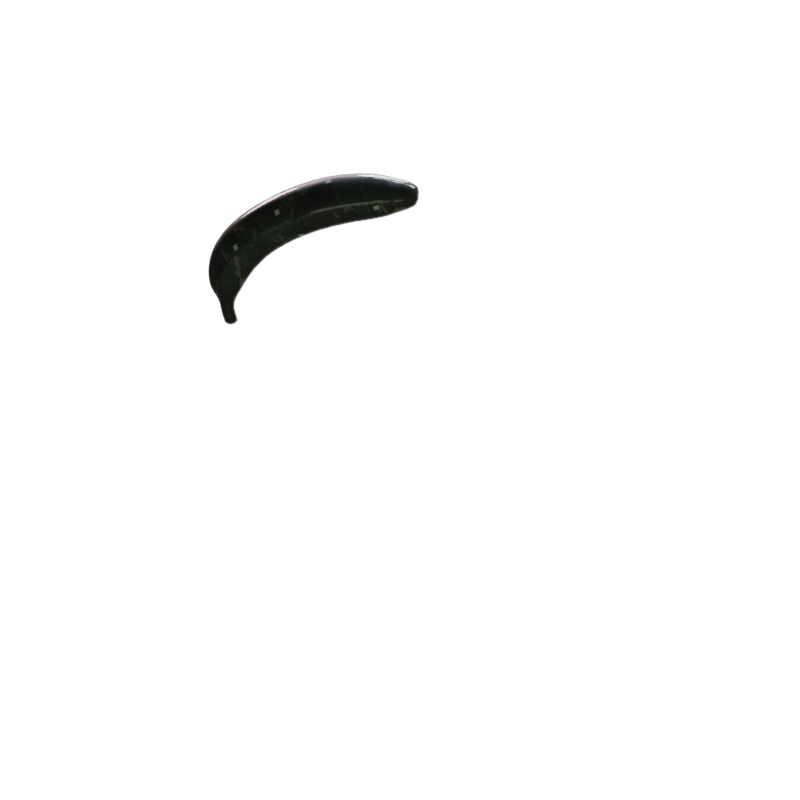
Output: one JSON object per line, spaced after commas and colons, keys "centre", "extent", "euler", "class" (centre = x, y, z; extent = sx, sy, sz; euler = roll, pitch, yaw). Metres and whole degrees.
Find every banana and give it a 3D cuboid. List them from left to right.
{"centre": [-0.081, -0.130, 0.848], "extent": [0.197, 0.039, 0.065], "euler": [-28, -50, 26], "class": "banana"}
